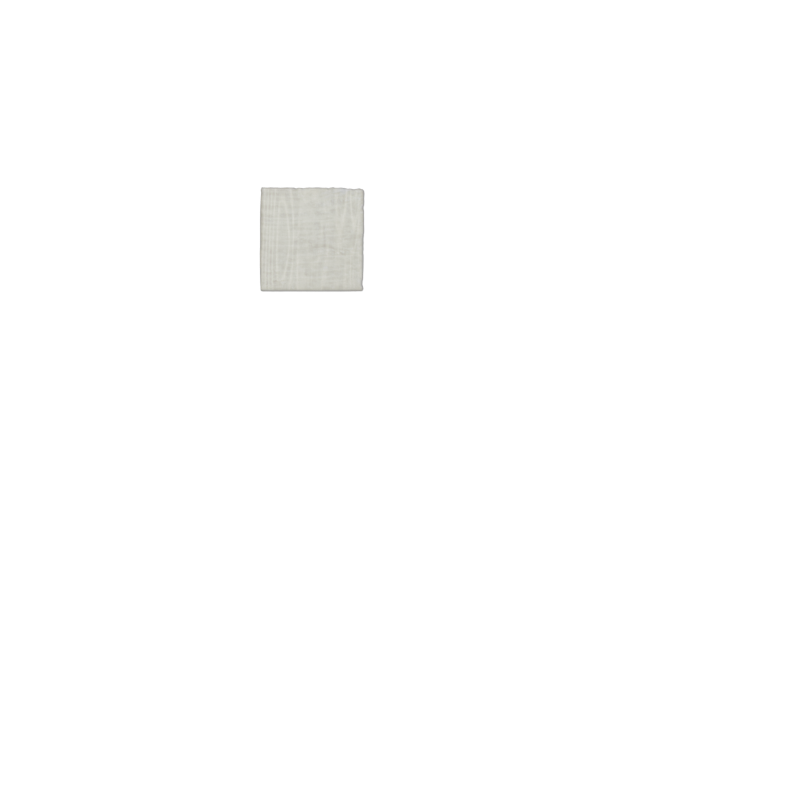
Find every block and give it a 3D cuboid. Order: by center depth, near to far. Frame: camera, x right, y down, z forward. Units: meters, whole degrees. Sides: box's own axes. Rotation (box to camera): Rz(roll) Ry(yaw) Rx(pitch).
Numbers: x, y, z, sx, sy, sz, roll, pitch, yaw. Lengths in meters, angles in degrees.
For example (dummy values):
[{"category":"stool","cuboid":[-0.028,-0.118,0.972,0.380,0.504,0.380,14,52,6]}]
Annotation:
[{"category":"block","cuboid":[-0.045,-0.082,0.578,0.053,0.051,0.078,0,4,-3]}]
